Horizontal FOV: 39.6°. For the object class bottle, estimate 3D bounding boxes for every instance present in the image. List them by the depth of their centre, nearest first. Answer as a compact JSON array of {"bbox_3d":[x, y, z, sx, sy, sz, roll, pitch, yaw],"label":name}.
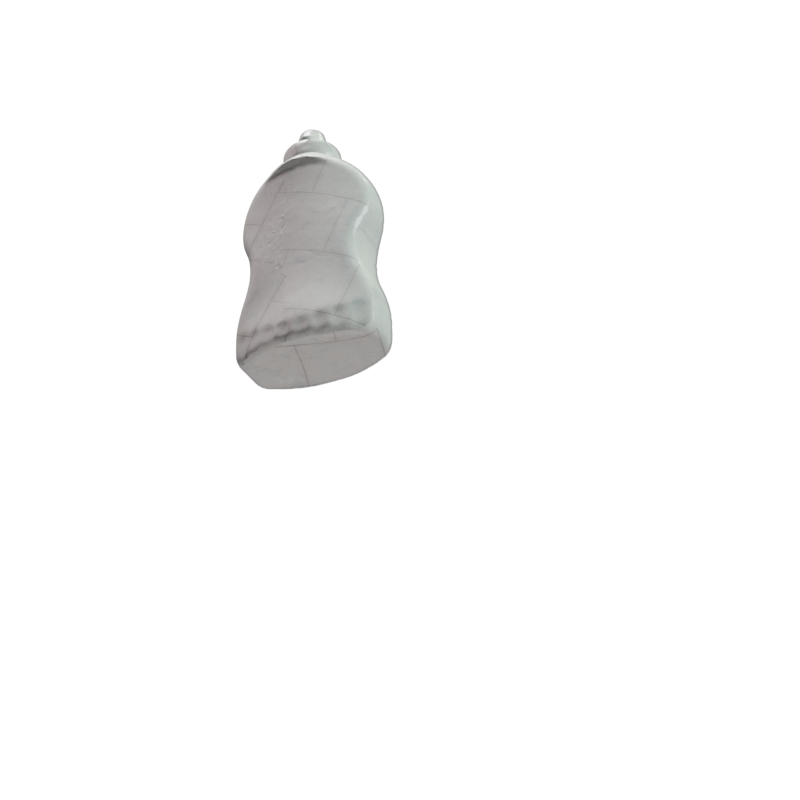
[{"bbox_3d":[-0.058,-0.105,0.732,0.097,0.205,0.054,-18,-39,20],"label":"bottle"}]
